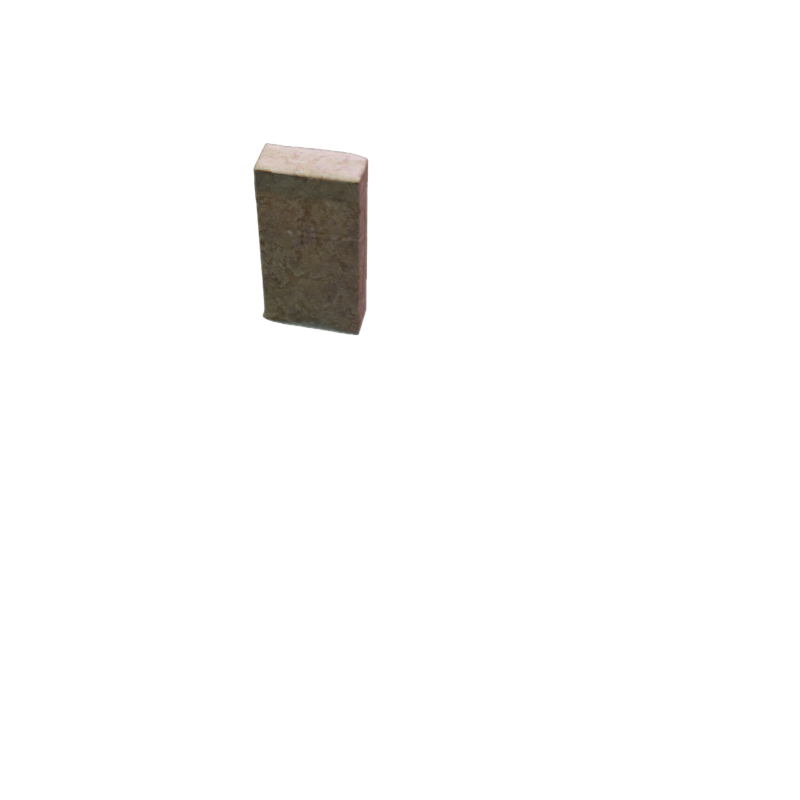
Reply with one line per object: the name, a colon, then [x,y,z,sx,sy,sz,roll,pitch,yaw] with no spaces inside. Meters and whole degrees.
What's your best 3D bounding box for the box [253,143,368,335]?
box: [-0.076,-0.139,0.975,0.095,0.164,0.051,10,41,8]
